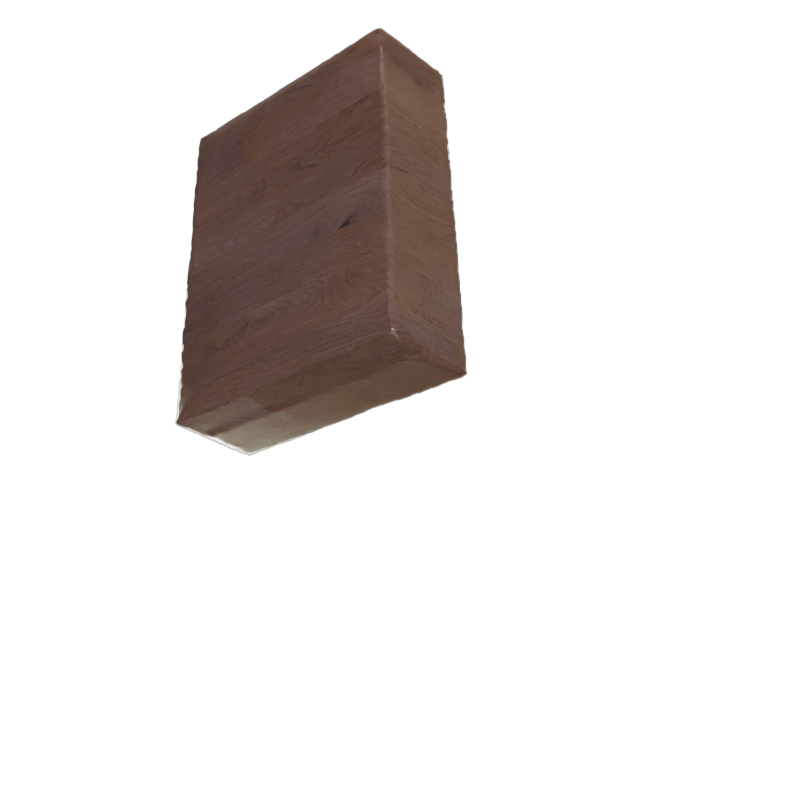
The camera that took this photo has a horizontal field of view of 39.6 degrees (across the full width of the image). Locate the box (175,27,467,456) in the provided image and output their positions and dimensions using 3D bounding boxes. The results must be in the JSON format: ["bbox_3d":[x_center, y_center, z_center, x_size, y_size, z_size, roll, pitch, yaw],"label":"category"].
[{"bbox_3d":[-0.052,-0.095,0.664,0.165,0.228,0.067,-23,-37,32],"label":"box"}]
